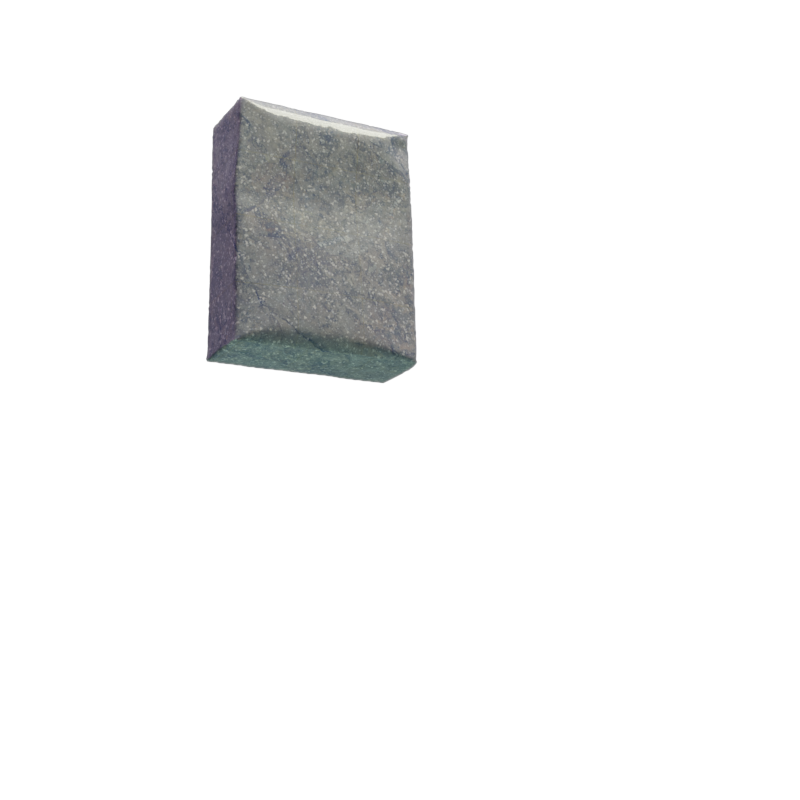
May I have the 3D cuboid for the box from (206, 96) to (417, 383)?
[{"bbox_3d":[-0.072,-0.132,0.923,0.158,0.224,0.071,8,-23,-25],"label":"box"}]
